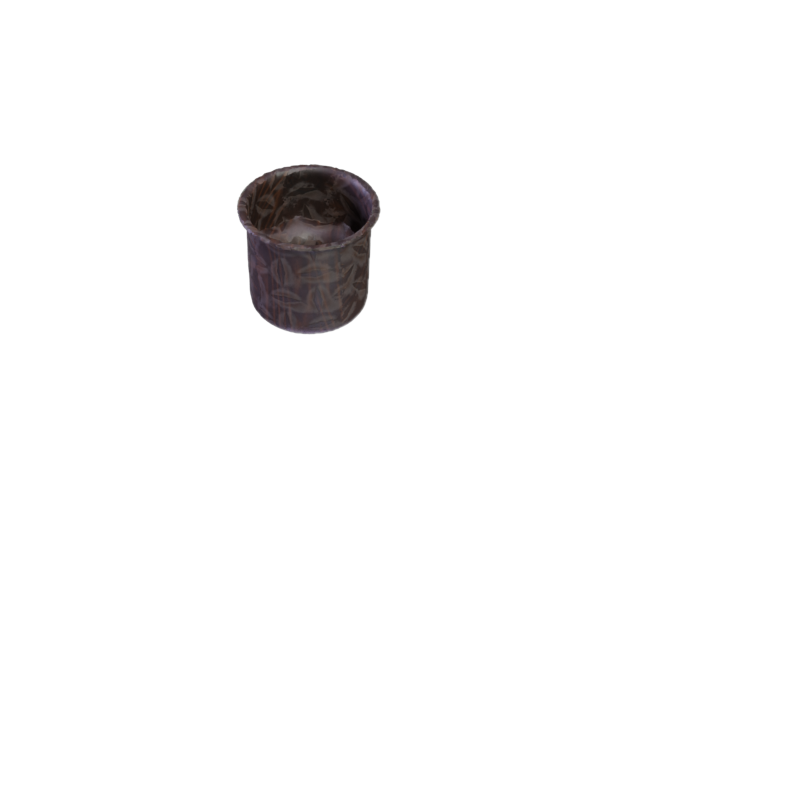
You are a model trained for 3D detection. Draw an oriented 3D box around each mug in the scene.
[{"bbox_3d":[-0.059,-0.107,0.752,0.095,0.076,0.124,9,43,8],"label":"mug"}]
